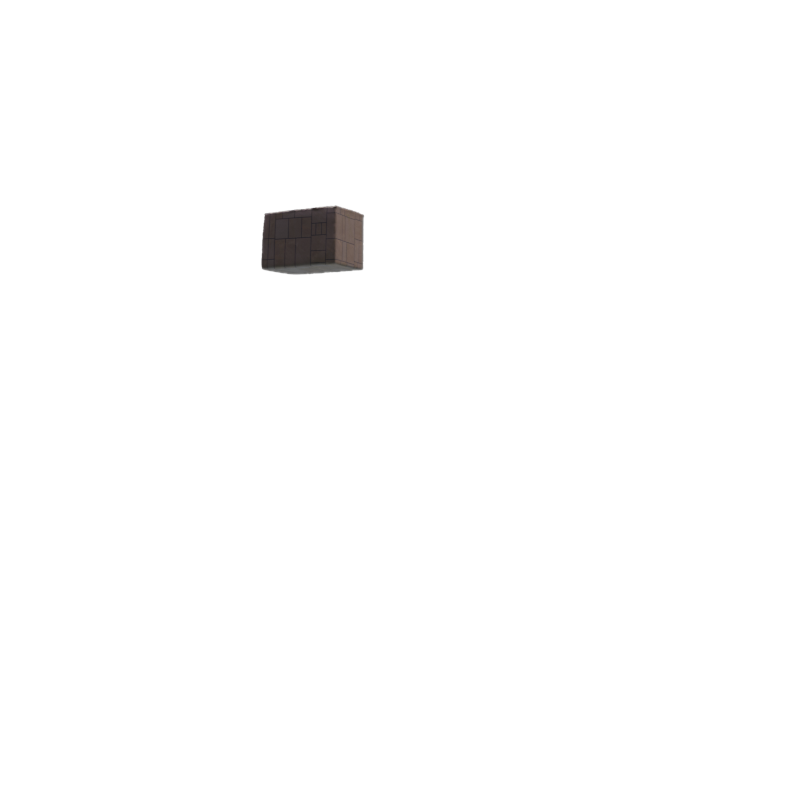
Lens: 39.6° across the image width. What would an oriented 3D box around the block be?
[{"bbox_3d":[-0.077,-0.141,0.989,0.080,0.052,0.050,-2,-5,29],"label":"block"}]
